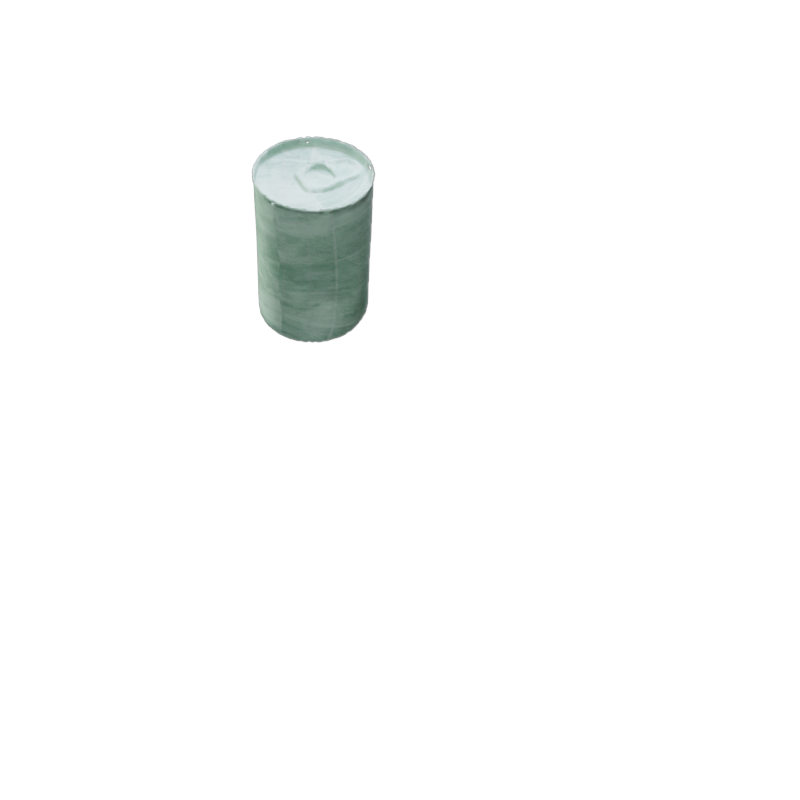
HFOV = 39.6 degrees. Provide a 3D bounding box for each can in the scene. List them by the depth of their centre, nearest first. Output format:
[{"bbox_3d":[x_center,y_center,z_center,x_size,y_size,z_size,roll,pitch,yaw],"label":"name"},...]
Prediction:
[{"bbox_3d":[-0.050,-0.092,0.642,0.068,0.095,0.074,0,44,-3],"label":"can"}]
